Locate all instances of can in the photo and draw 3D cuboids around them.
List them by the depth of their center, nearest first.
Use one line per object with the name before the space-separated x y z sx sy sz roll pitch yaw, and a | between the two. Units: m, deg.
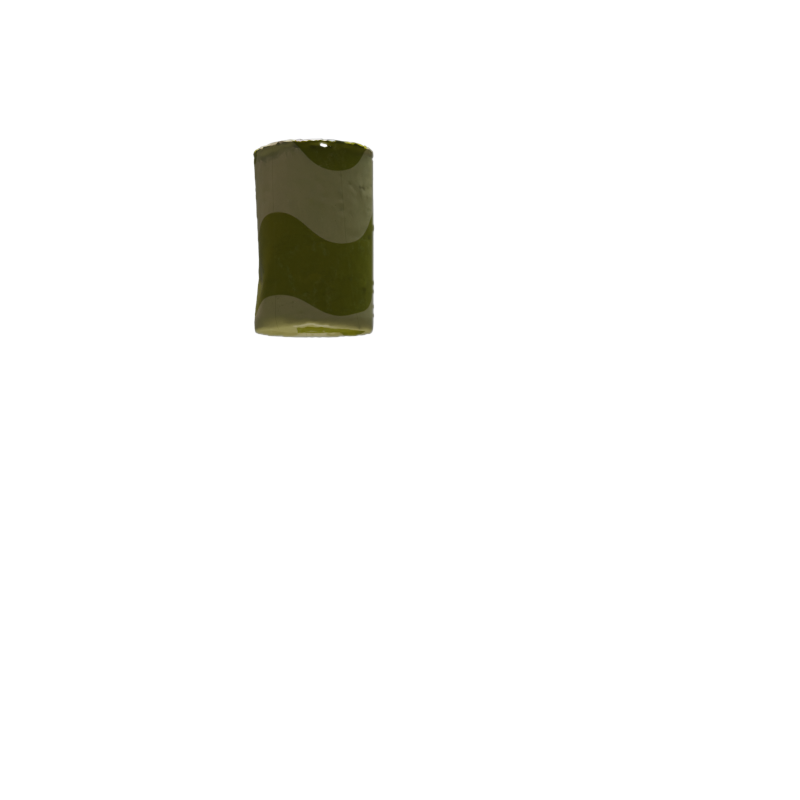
can | -0.048 -0.088 0.618 0.068 0.104 0.067 0 -7 -2
